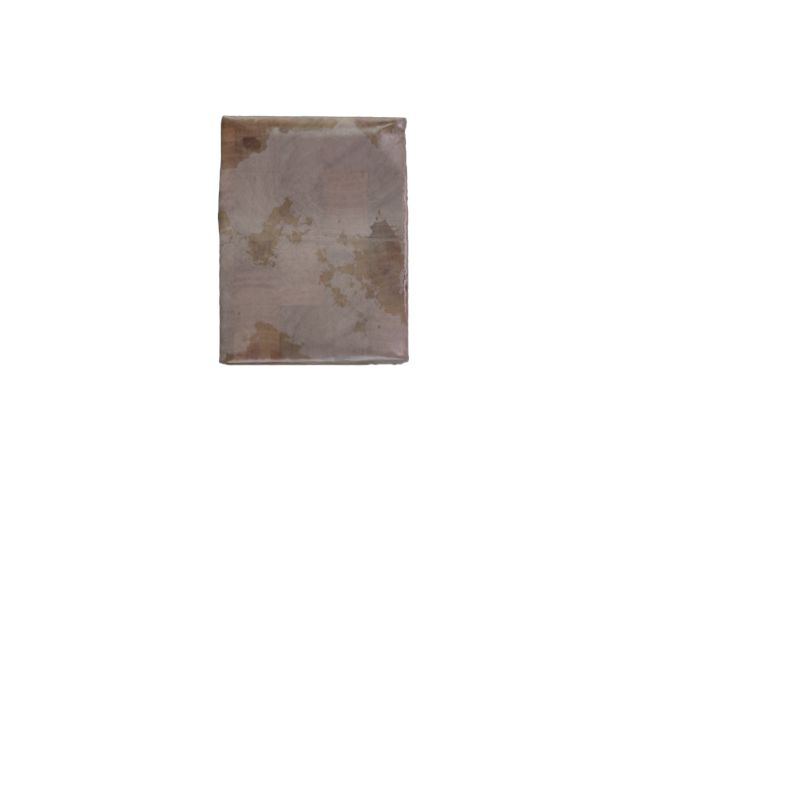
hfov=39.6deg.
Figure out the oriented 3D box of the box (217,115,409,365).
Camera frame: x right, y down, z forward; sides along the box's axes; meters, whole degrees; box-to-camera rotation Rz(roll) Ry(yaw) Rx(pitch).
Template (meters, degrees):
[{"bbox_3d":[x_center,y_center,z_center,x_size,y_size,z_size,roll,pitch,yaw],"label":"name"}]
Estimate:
[{"bbox_3d":[-0.076,-0.138,0.966,0.163,0.216,0.071,0,-4,-3],"label":"box"}]
